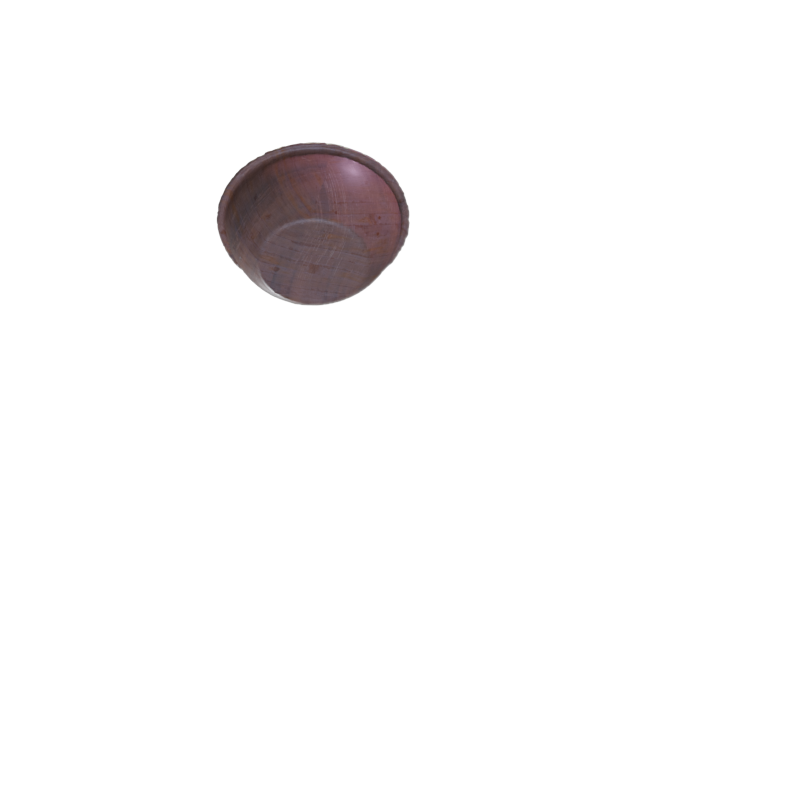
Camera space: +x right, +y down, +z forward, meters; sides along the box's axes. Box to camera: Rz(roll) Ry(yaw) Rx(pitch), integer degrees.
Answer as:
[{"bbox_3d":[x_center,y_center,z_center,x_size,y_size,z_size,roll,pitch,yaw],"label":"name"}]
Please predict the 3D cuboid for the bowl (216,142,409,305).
[{"bbox_3d":[-0.071,-0.130,0.909,0.162,0.151,0.059,1,43,-1],"label":"bowl"}]
